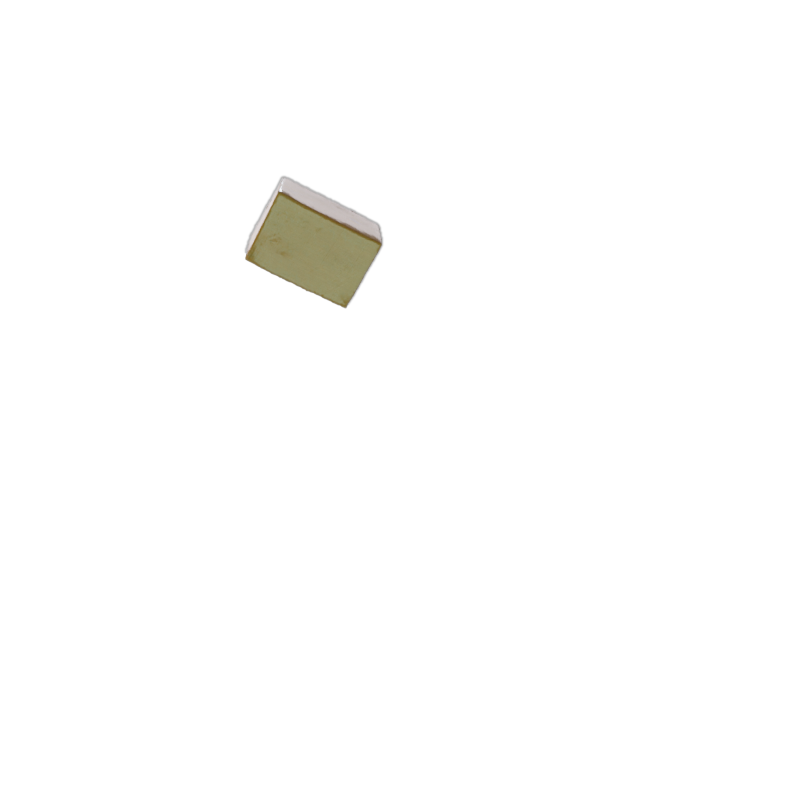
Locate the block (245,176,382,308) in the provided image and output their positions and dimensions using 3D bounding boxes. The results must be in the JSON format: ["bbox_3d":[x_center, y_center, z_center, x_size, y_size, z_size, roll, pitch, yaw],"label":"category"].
[{"bbox_3d":[-0.058,-0.106,0.742,0.076,0.052,0.053,27,17,-10],"label":"block"}]
